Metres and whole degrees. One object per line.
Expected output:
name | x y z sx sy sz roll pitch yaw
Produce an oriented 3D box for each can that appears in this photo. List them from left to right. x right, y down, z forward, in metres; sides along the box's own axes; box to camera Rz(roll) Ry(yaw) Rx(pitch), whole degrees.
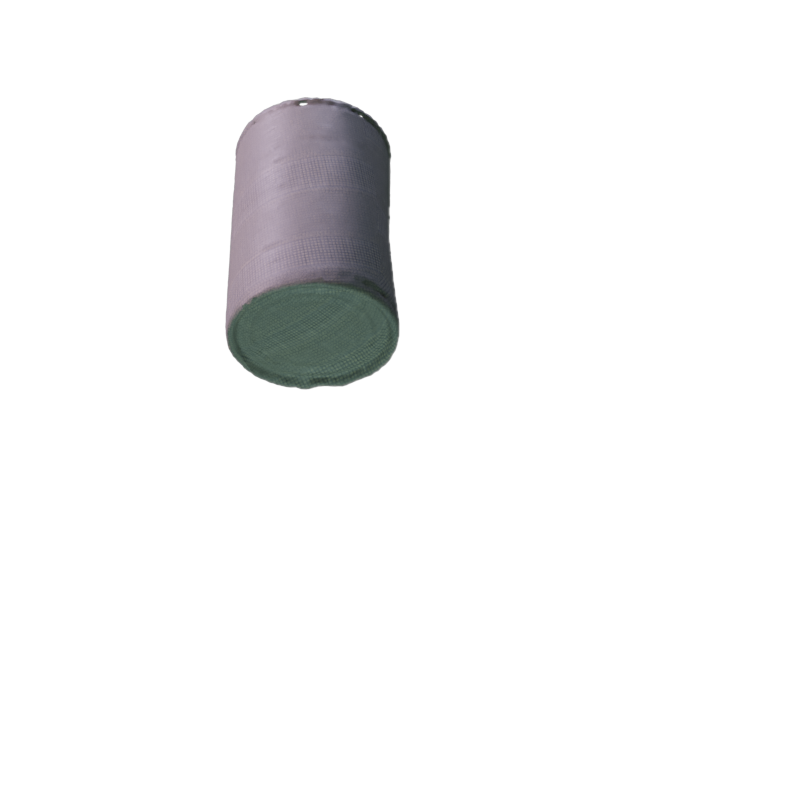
can | -0.035 -0.064 0.450 0.068 0.110 0.064 -1 -39 -3
